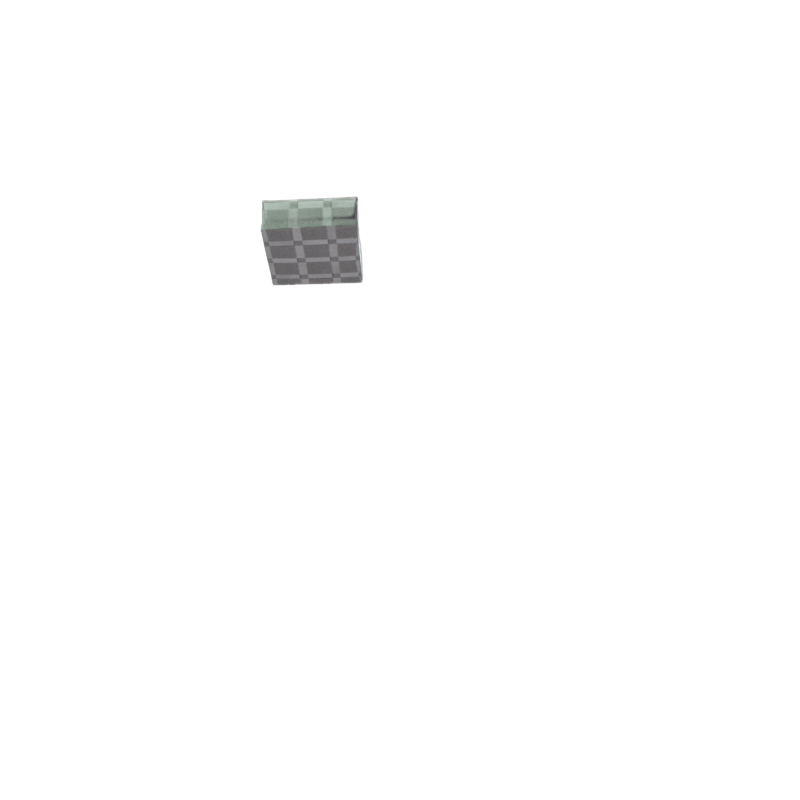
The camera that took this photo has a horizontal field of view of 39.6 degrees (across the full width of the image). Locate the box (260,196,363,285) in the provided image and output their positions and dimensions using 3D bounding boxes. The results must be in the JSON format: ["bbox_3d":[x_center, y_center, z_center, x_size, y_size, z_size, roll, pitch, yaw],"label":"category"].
[{"bbox_3d":[-0.067,-0.123,0.858,0.073,0.032,0.084,-1,-26,2],"label":"box"}]
